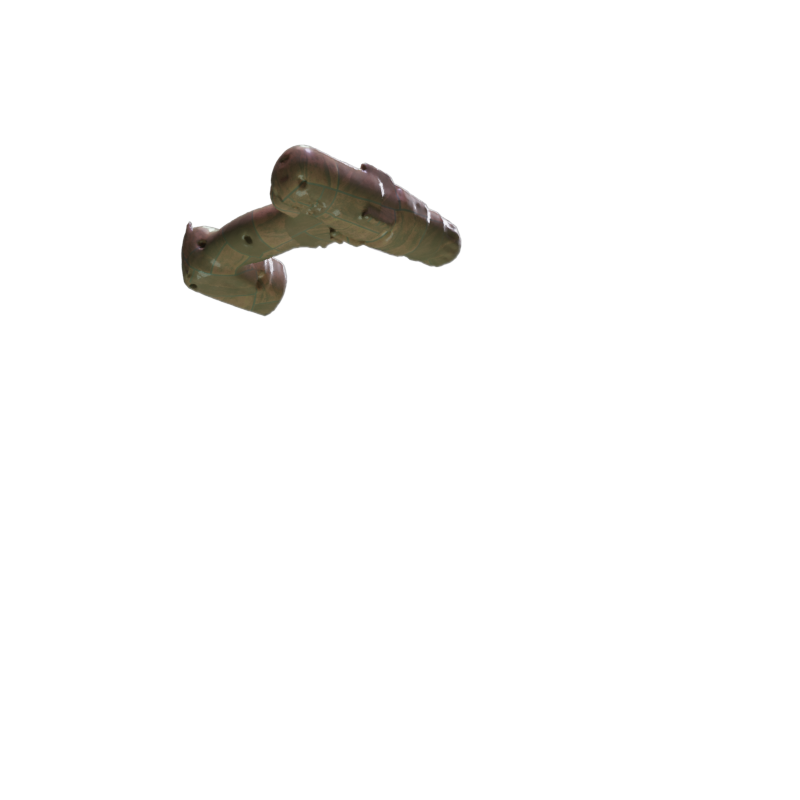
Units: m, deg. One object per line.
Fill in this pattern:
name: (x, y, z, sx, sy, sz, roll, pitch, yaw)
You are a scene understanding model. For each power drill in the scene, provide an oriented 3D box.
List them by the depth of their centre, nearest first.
power drill: (-0.069, -0.126, 0.886, 0.188, 0.061, 0.173, -23, -33, 40)
